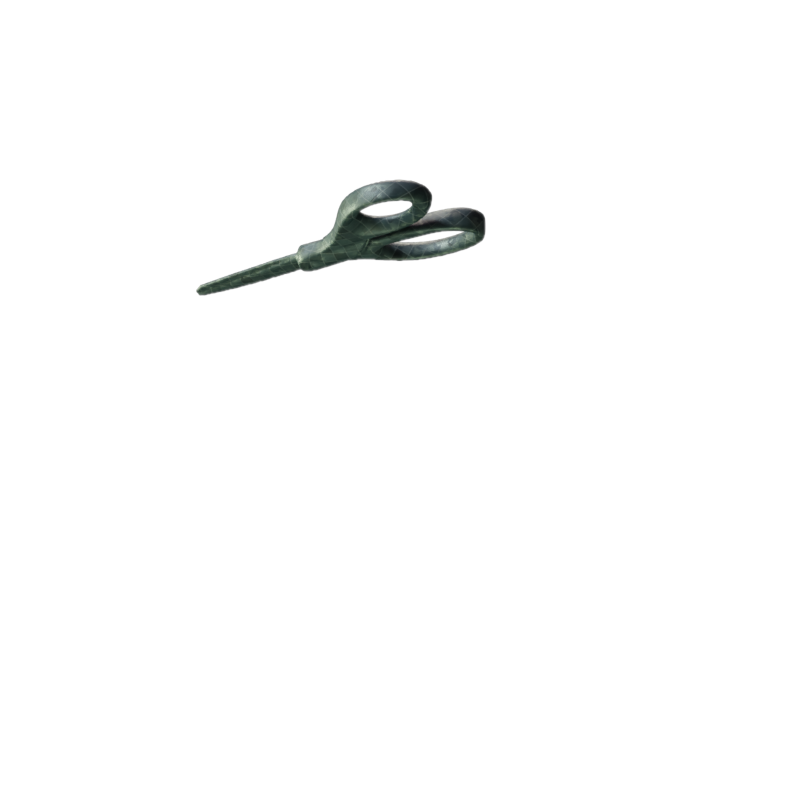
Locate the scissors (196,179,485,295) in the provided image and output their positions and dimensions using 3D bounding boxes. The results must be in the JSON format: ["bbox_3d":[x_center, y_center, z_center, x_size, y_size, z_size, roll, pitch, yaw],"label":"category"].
[{"bbox_3d":[-0.052,-0.094,0.661,0.205,0.017,0.090,-7,-20,19],"label":"scissors"}]
